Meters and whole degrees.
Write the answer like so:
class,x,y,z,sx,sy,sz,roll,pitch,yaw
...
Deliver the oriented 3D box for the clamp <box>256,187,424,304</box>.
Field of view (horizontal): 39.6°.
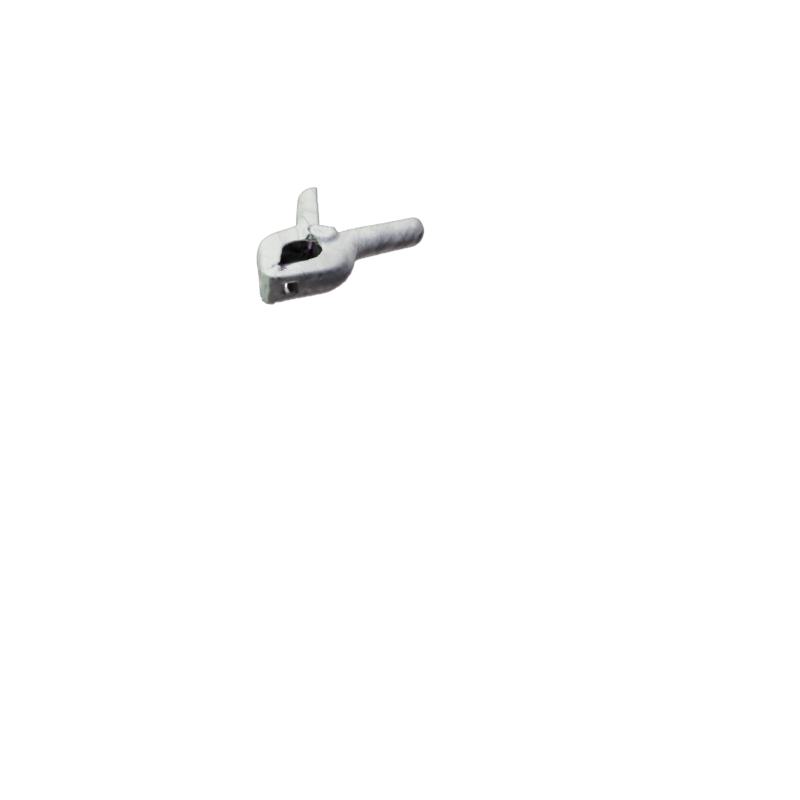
class,x,y,z,sx,sy,sz,roll,pitch,yaw
clamp,-0.073,-0.132,0.927,0.127,0.037,0.172,20,35,31
